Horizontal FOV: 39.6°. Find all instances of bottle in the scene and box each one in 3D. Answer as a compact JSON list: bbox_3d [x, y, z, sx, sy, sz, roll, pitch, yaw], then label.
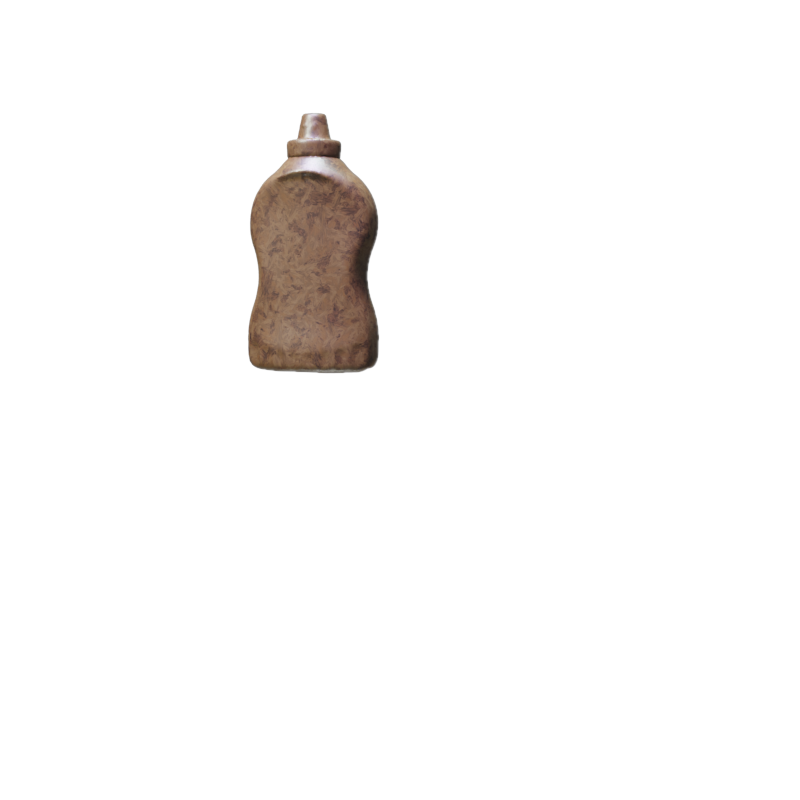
[{"bbox_3d":[-0.065,-0.119,0.832,0.098,0.192,0.057,0,1,19],"label":"bottle"}]
